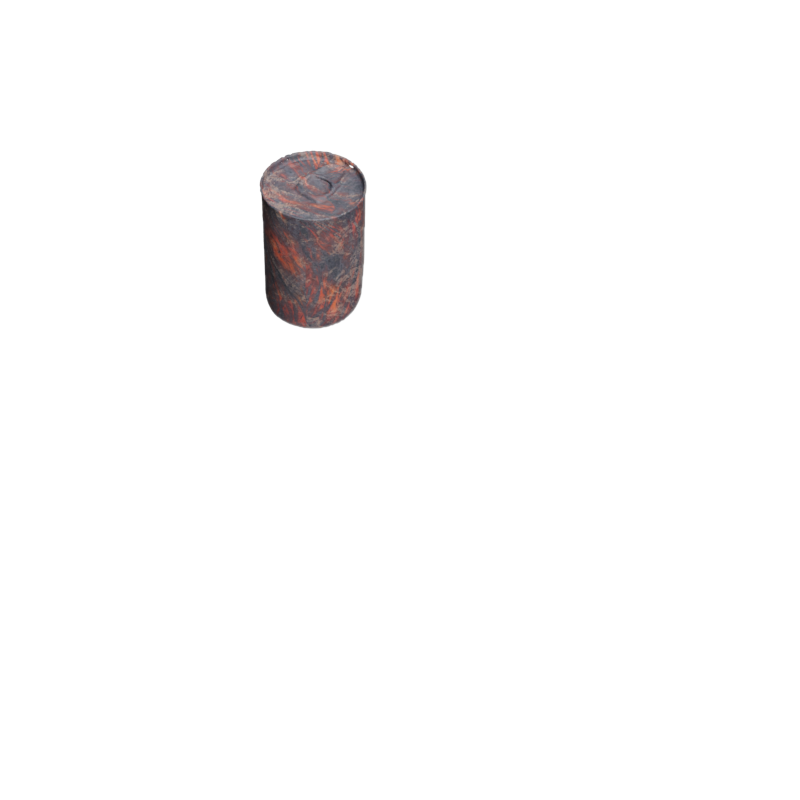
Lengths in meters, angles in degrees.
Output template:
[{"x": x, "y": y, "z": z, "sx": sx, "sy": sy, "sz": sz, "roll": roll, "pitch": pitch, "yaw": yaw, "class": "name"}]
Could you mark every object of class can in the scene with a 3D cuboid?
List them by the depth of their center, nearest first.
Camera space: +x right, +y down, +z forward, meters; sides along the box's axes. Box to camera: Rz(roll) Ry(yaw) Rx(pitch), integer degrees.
[{"x": -0.058, "y": -0.105, "z": 0.738, "sx": 0.068, "sy": 0.074, "sz": 0.095, "roll": 0, "pitch": -42, "yaw": -3, "class": "can"}]
